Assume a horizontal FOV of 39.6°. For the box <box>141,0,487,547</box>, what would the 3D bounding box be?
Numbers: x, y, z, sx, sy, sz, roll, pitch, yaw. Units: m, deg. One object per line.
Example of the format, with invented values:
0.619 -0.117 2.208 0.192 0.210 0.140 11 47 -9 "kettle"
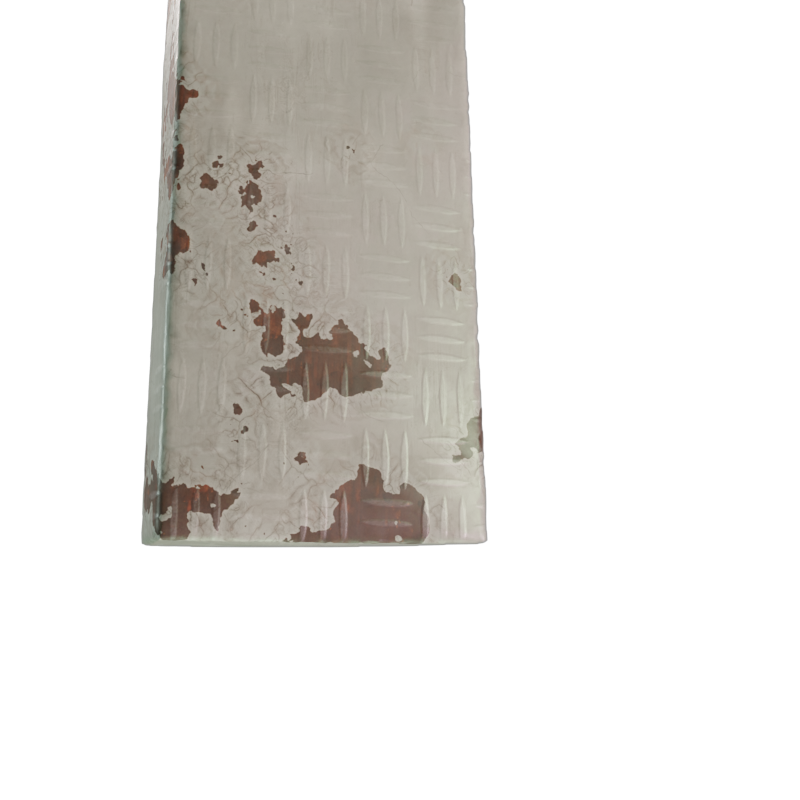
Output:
-0.026 -0.047 0.332 0.091 0.182 0.047 3 -15 -14 "box"
